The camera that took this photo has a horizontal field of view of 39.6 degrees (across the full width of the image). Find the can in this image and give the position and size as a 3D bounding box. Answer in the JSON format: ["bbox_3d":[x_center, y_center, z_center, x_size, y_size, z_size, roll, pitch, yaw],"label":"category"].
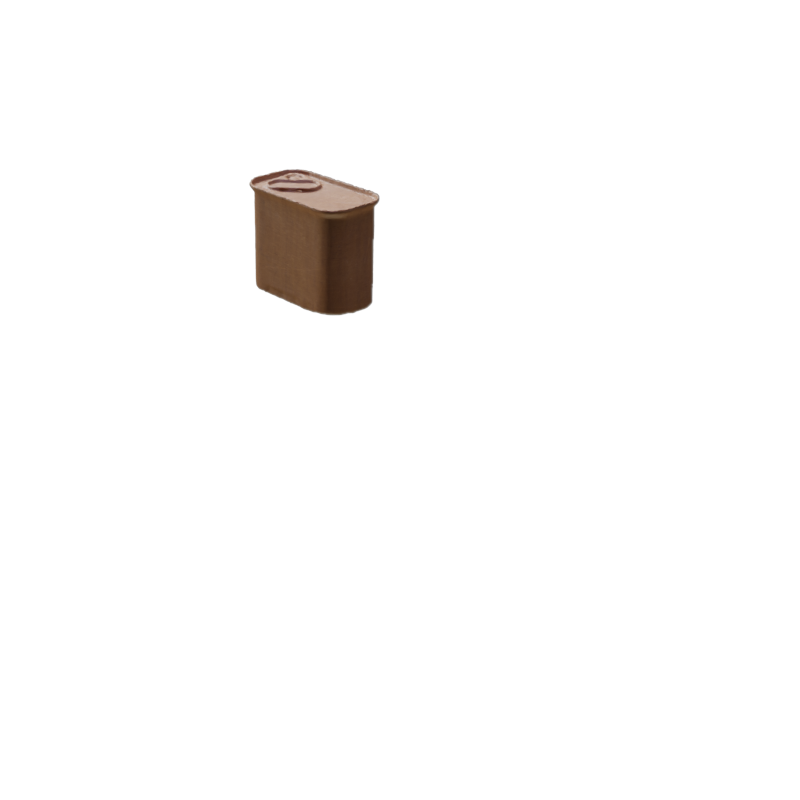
[{"bbox_3d":[-0.065,-0.118,0.823,0.057,0.080,0.109,-20,33,-40],"label":"can"}]
